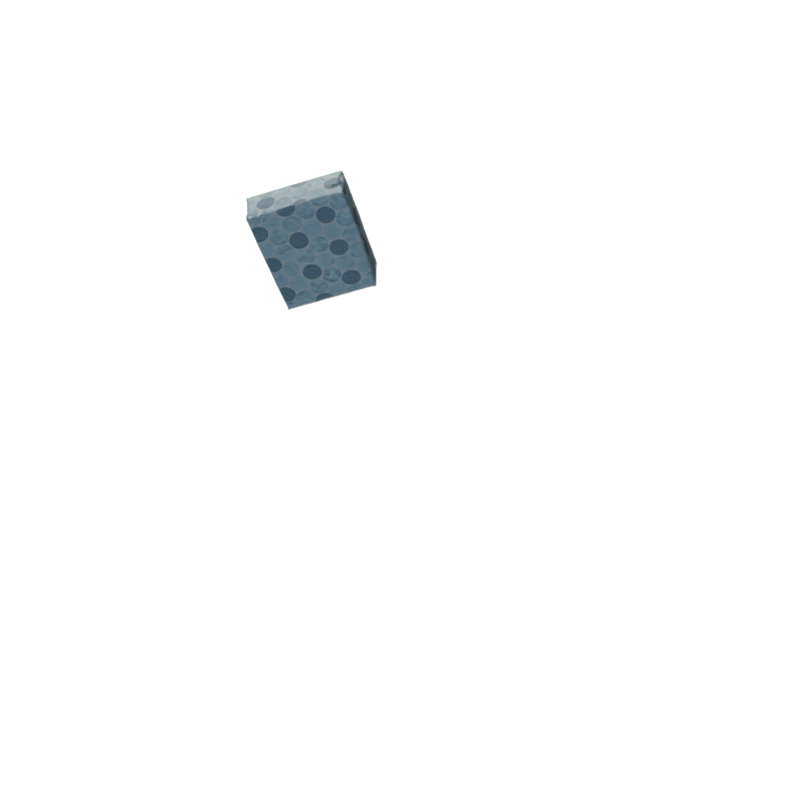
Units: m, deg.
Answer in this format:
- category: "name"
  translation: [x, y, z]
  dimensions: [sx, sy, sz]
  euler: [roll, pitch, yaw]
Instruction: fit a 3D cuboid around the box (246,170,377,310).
- category: "box"
  translation: [-0.077, -0.141, 0.990]
  dimensions: [0.090, 0.105, 0.042]
  euler: [-14, 37, 10]
